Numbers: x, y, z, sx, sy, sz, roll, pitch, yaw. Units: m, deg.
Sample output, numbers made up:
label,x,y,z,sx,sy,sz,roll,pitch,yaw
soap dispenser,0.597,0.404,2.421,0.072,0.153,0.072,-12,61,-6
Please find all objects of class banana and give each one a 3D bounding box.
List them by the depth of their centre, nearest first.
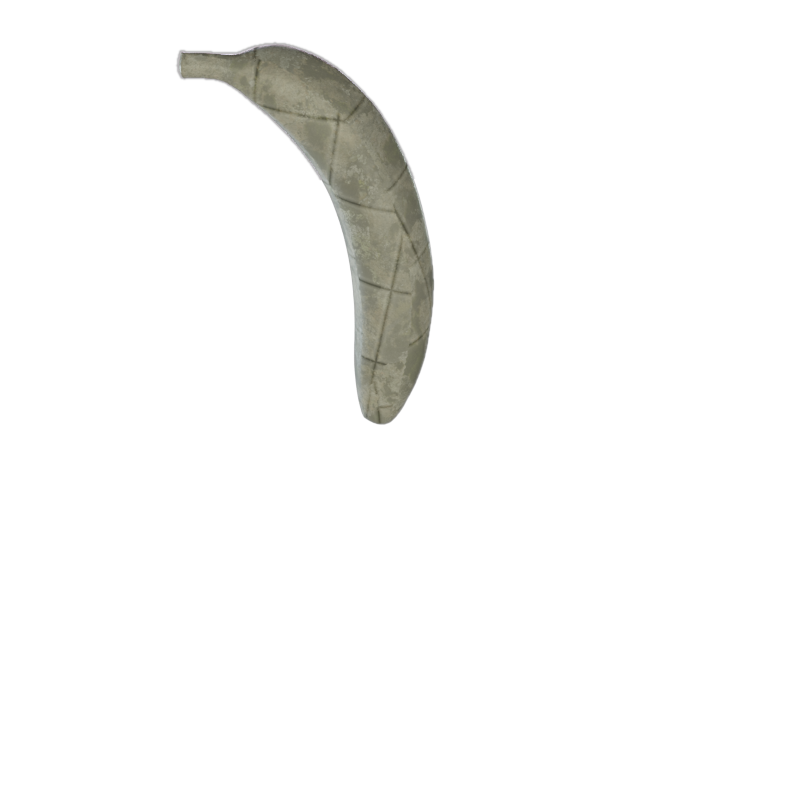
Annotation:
label,x,y,z,sx,sy,sz,roll,pitch,yaw
banana,-0.024,-0.081,0.494,0.070,0.188,0.038,-24,19,9
